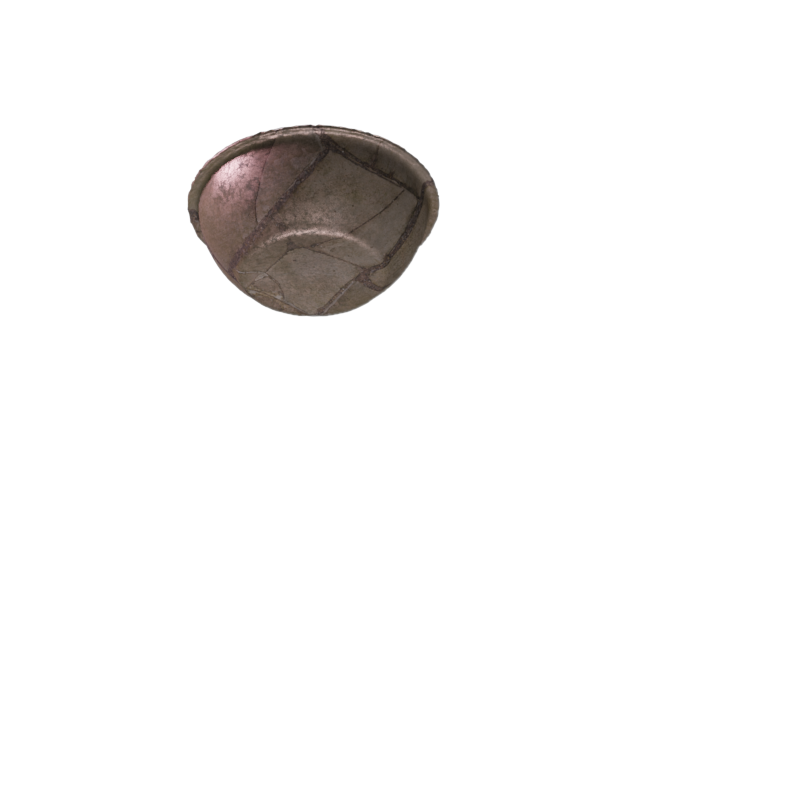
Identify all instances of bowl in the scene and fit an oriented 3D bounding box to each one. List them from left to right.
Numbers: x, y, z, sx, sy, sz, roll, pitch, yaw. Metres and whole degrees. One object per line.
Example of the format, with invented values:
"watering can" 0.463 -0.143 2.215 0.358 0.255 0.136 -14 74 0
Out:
"bowl" -0.055 -0.100 0.697 0.162 0.059 0.152 1 -32 -2
